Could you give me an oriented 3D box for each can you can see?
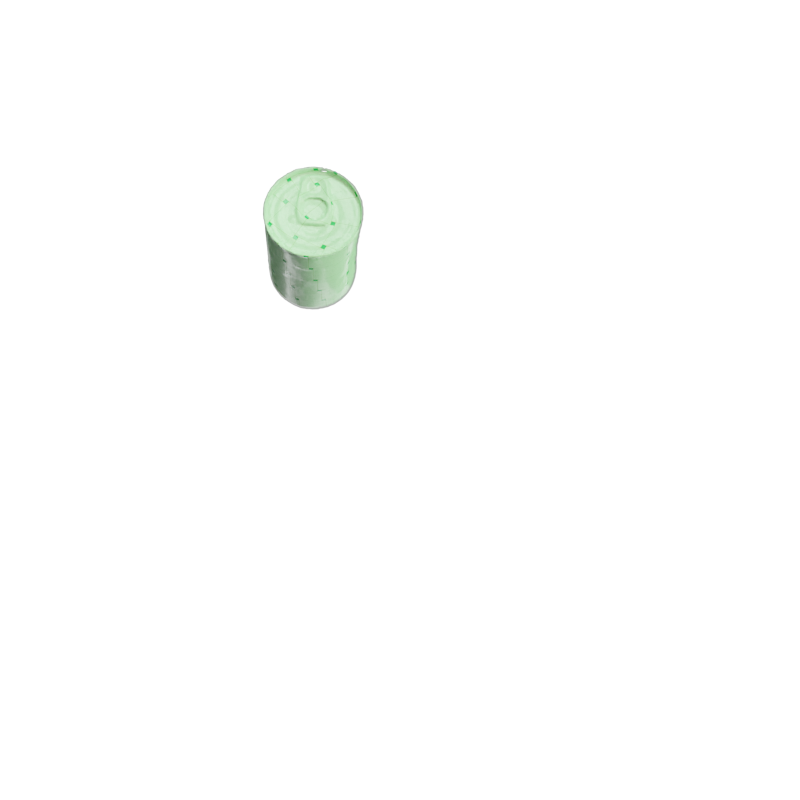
[{"bbox_3d":[-0.062,-0.113,0.791,0.068,0.072,0.098,0,-19,-3],"label":"can"}]
